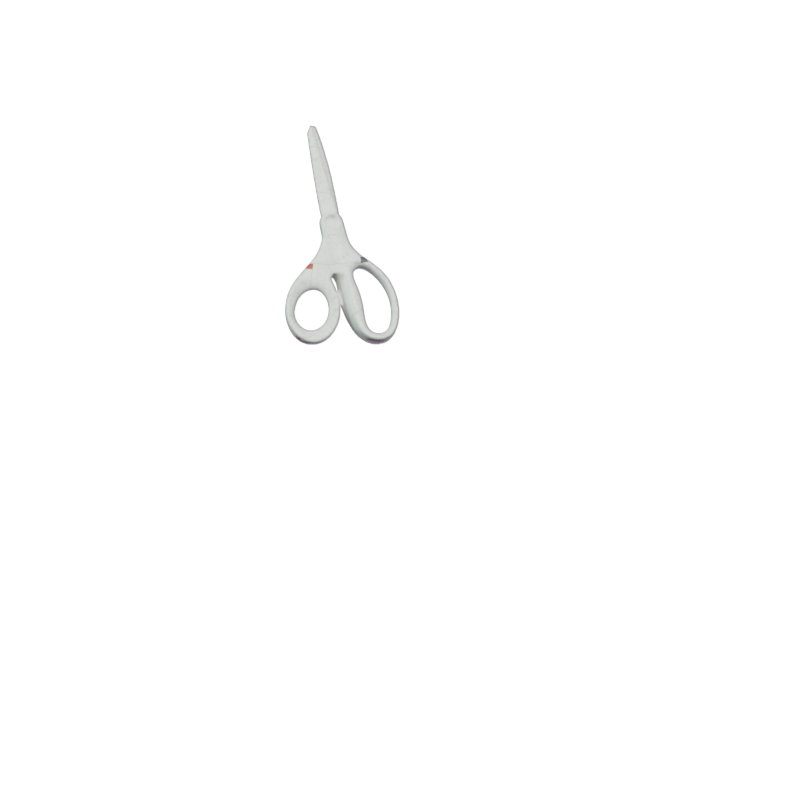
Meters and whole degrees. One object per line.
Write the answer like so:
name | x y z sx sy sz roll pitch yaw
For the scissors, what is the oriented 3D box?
scissors | -0.069 -0.126 0.885 0.096 0.214 0.015 -23 -24 -11
